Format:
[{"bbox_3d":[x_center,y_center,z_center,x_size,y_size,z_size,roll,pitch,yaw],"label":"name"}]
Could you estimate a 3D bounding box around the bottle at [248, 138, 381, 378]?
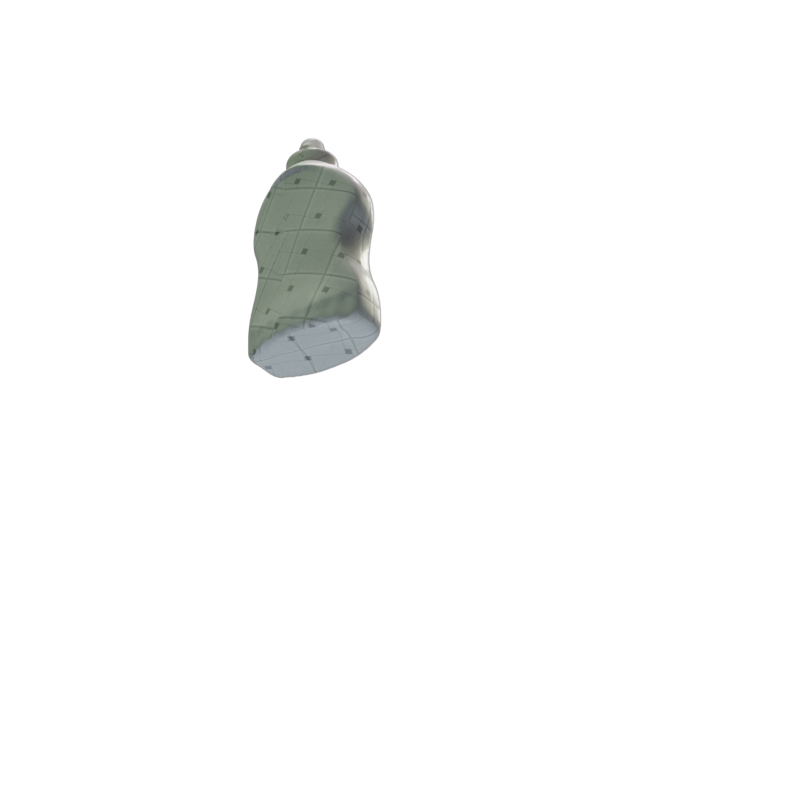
[{"bbox_3d":[-0.064,-0.116,0.813,0.096,0.205,0.054,-24,-40,28],"label":"bottle"}]
